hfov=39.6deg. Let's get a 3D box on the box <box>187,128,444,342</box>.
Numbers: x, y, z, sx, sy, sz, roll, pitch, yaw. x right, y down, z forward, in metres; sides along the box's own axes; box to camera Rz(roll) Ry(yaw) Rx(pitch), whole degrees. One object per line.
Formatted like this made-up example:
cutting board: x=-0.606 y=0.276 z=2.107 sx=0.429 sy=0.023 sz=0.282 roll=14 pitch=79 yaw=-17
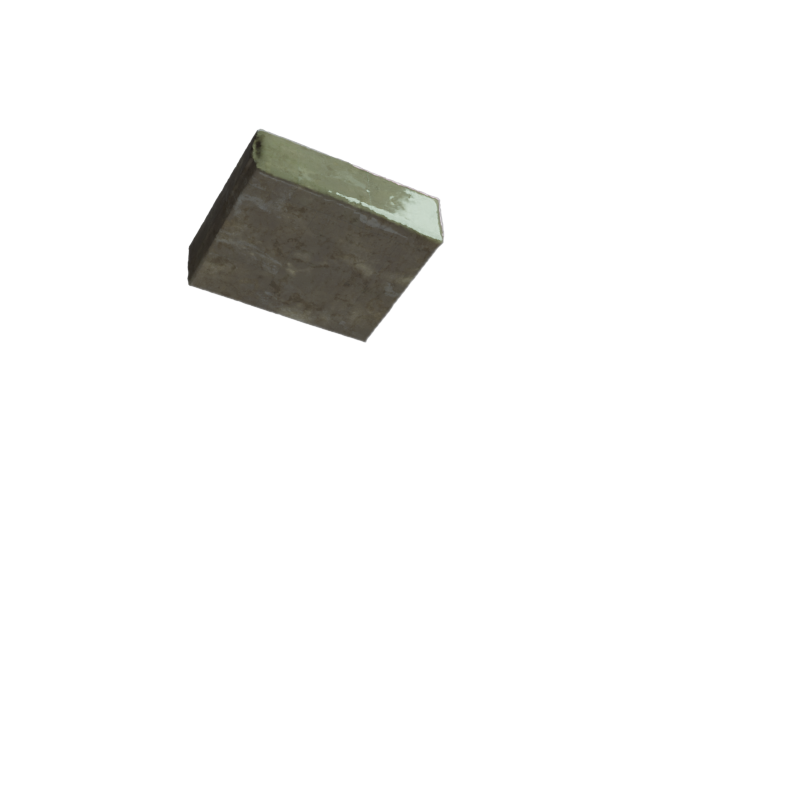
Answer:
box: x=-0.047 y=-0.085 z=0.595 sx=0.109 sy=0.042 sz=0.087 roll=20 pitch=-48 yaw=-20
